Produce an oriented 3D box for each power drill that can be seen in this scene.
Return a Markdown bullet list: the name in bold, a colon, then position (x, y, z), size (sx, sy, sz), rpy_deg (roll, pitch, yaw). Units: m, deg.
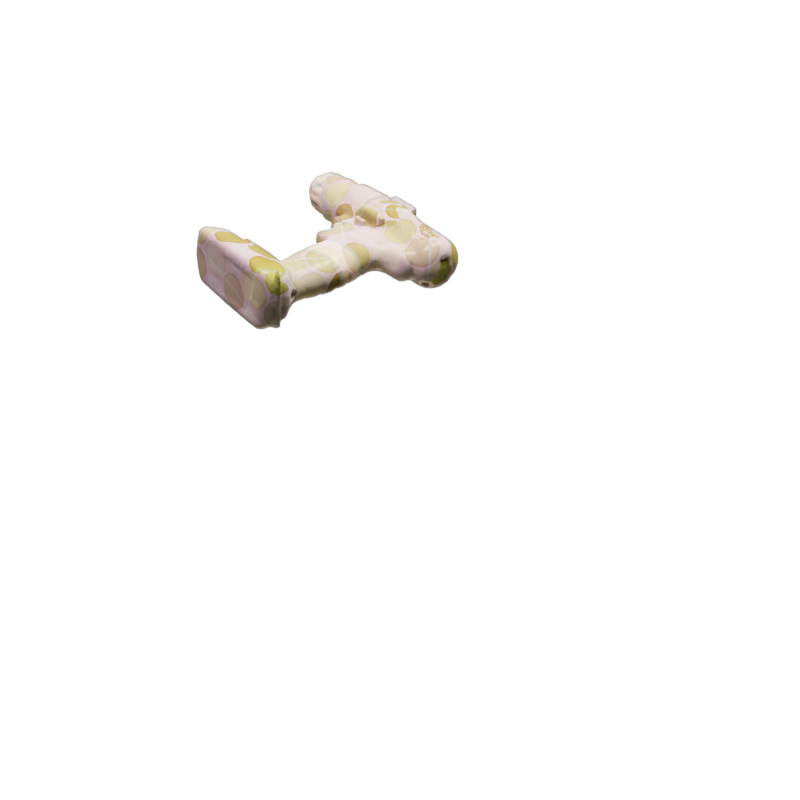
- **power drill**: position (-0.073, -0.133, 0.934), size (0.185, 0.054, 0.198), rpy_deg (-22, 39, -30)
